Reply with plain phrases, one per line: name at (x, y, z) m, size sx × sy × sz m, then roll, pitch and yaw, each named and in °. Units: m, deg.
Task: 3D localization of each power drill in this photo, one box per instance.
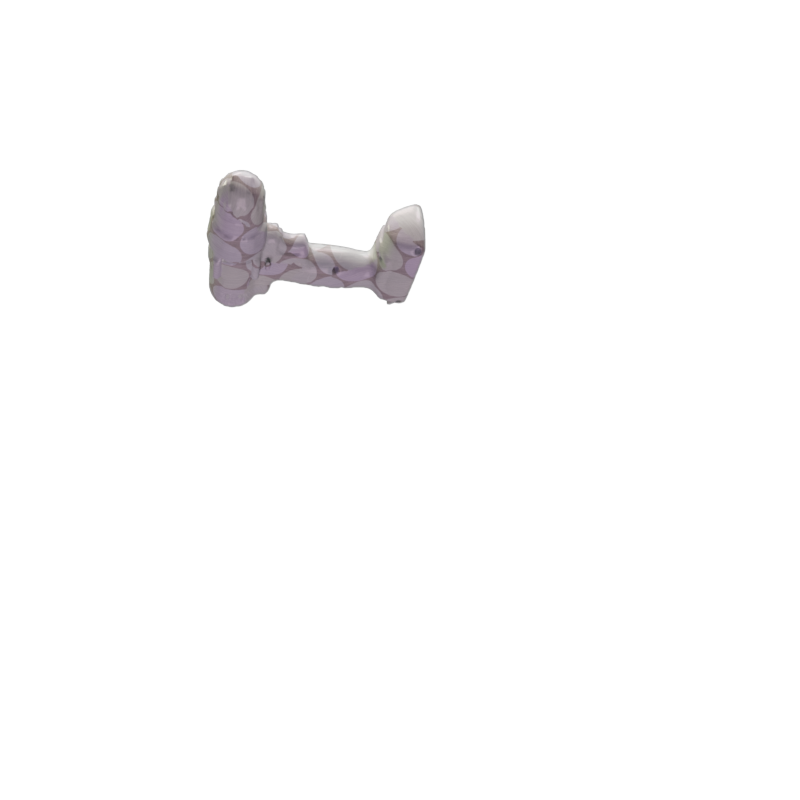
power drill at (-0.076, -0.139, 0.977) m, size 0.186 × 0.061 × 0.176 m, roll 3°, pitch -25°, yaw -8°
